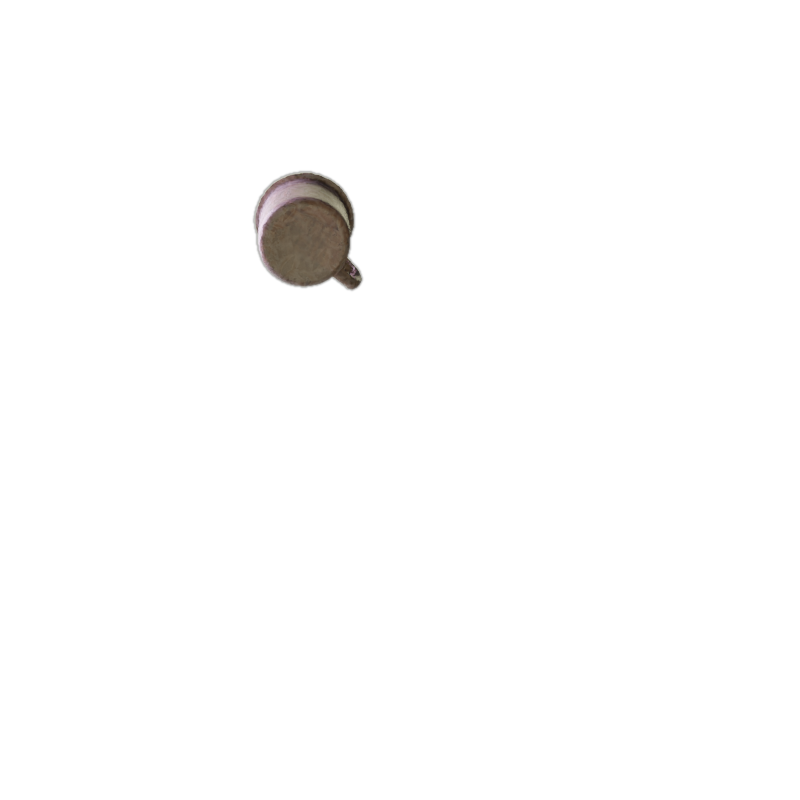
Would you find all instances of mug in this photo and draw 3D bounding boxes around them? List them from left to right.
[{"bbox_3d":[-0.078,-0.143,0.999,0.093,0.113,0.085,-40,15,11],"label":"mug"}]
